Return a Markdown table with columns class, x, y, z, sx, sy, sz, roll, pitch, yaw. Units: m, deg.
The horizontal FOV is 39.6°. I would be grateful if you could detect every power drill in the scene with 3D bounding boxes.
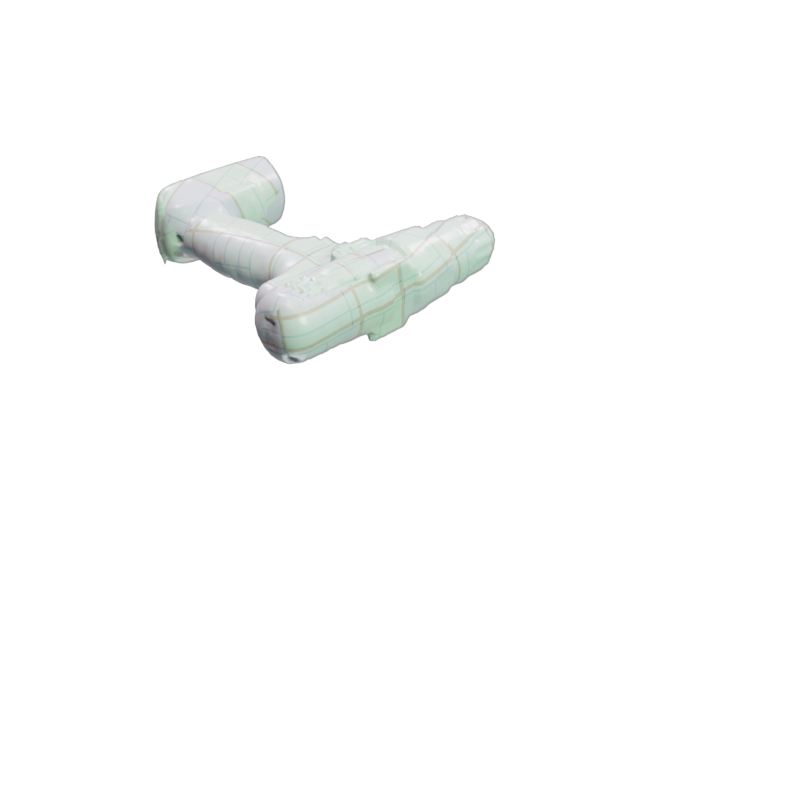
| class | x | y | z | sx | sy | sz | roll | pitch | yaw |
| --- | --- | --- | --- | --- | --- | --- | --- | --- | --- |
| power drill | -0.057 | -0.104 | 0.727 | 0.183 | 0.054 | 0.200 | -26 | 40 | -36 |
